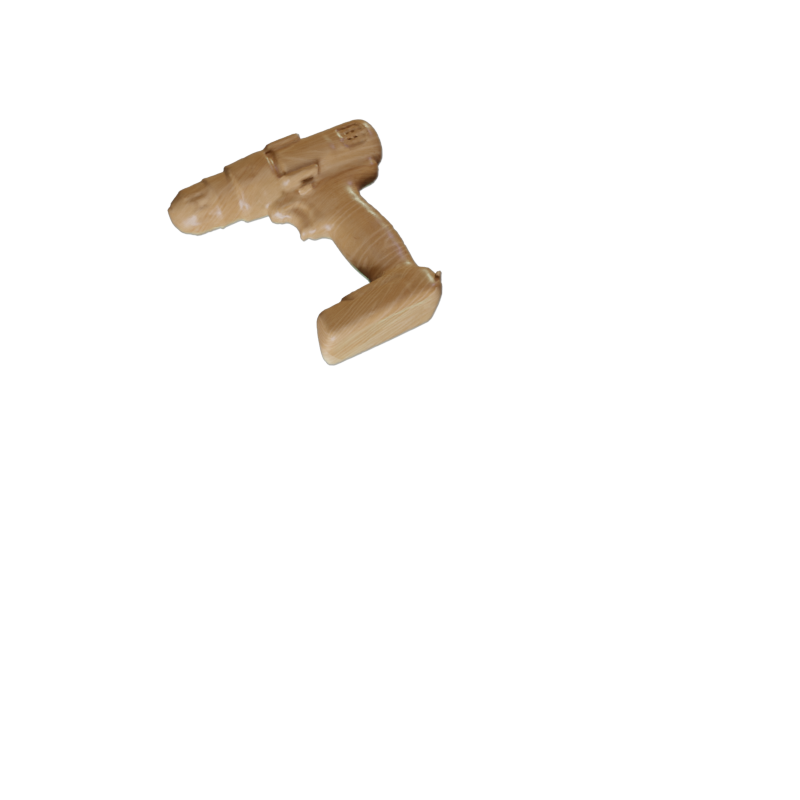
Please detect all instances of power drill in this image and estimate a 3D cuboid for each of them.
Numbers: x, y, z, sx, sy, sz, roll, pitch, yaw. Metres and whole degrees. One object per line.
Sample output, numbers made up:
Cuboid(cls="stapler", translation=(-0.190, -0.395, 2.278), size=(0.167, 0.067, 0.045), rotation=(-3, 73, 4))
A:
Cuboid(cls="power drill", translation=(-0.068, -0.124, 0.869), size=(0.184, 0.200, 0.054), rotation=(-25, -25, -13))
